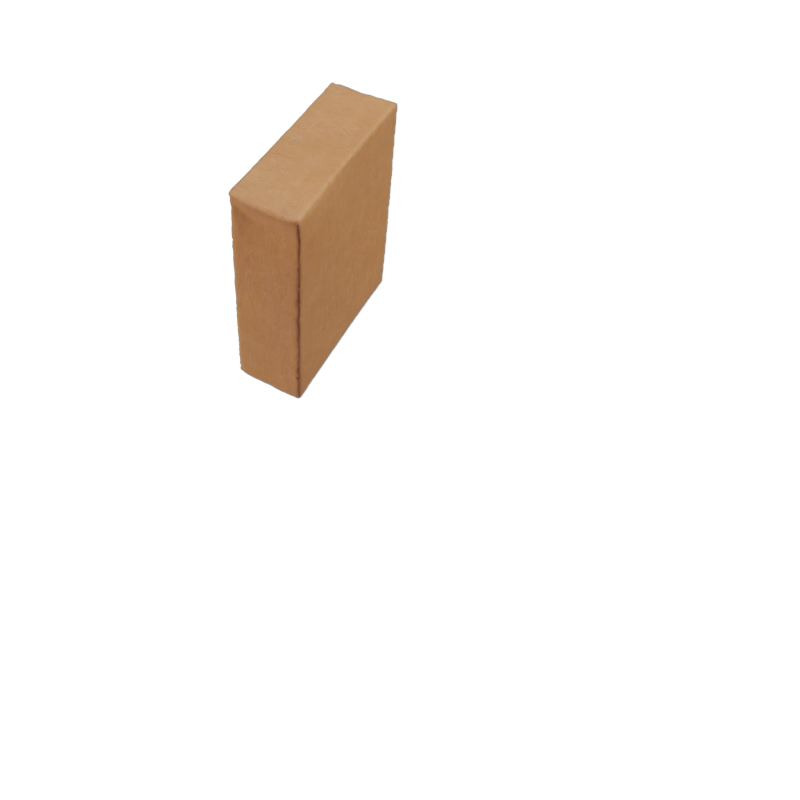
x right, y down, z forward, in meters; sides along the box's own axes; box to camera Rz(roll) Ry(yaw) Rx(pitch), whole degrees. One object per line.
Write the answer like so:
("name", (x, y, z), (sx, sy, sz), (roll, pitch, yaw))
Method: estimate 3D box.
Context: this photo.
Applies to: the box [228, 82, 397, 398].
("box", (-0.073, -0.133, 0.934), (0.074, 0.170, 0.199), (22, -39, 15))
